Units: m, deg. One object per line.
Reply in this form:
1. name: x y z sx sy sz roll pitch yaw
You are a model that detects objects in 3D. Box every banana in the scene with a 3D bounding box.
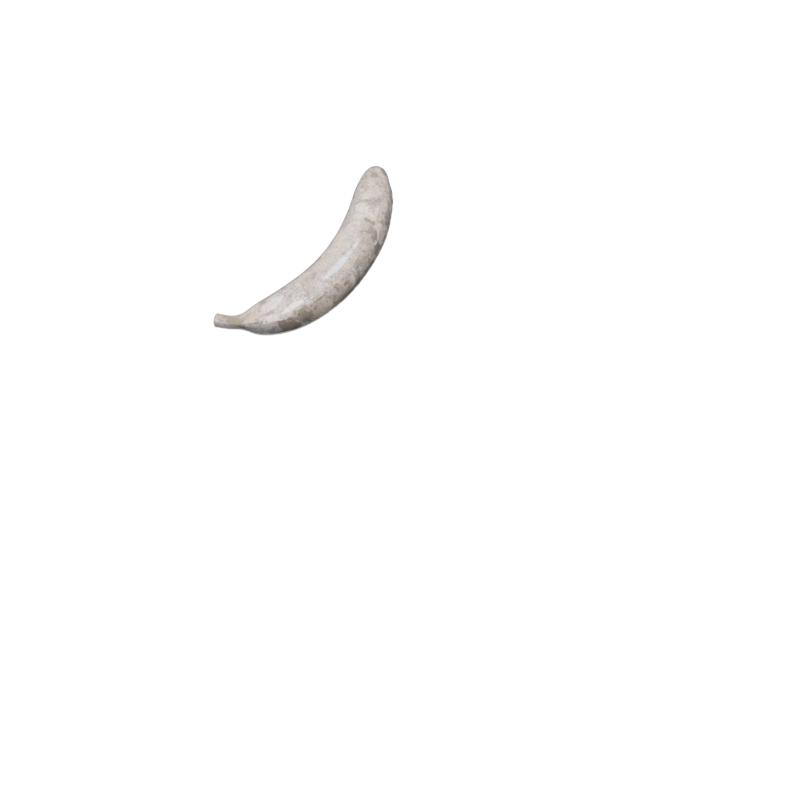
1. banana: -0.057 -0.112 0.874 0.073 0.201 0.034 35 -26 19
